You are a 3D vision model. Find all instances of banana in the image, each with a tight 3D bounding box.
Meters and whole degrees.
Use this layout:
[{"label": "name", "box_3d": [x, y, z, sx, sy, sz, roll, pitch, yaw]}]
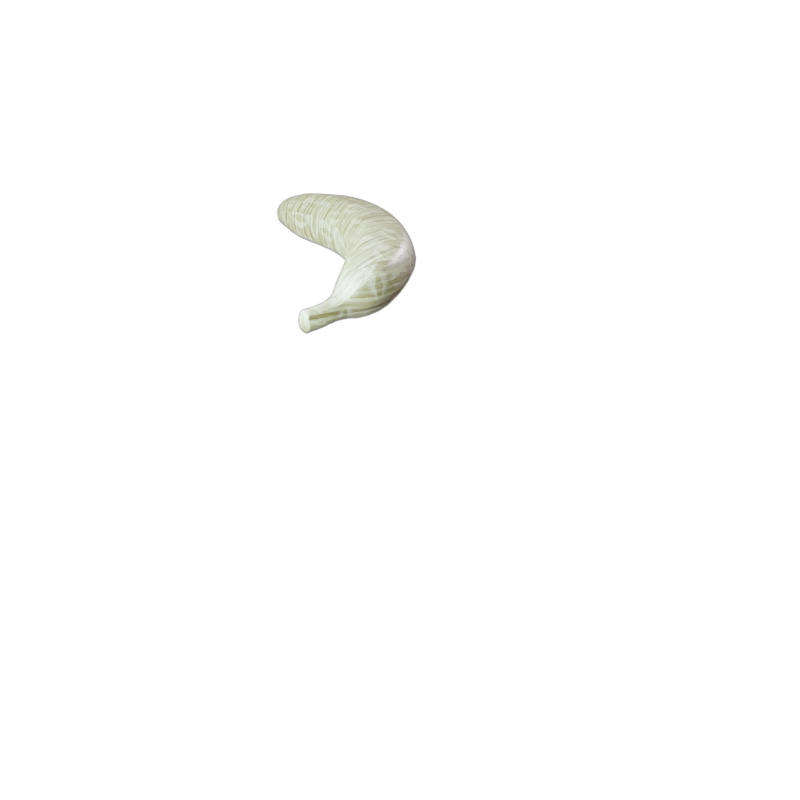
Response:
[{"label": "banana", "box_3d": [-0.030, -0.089, 0.627, 0.069, 0.035, 0.208, -3, 23, -8]}]
